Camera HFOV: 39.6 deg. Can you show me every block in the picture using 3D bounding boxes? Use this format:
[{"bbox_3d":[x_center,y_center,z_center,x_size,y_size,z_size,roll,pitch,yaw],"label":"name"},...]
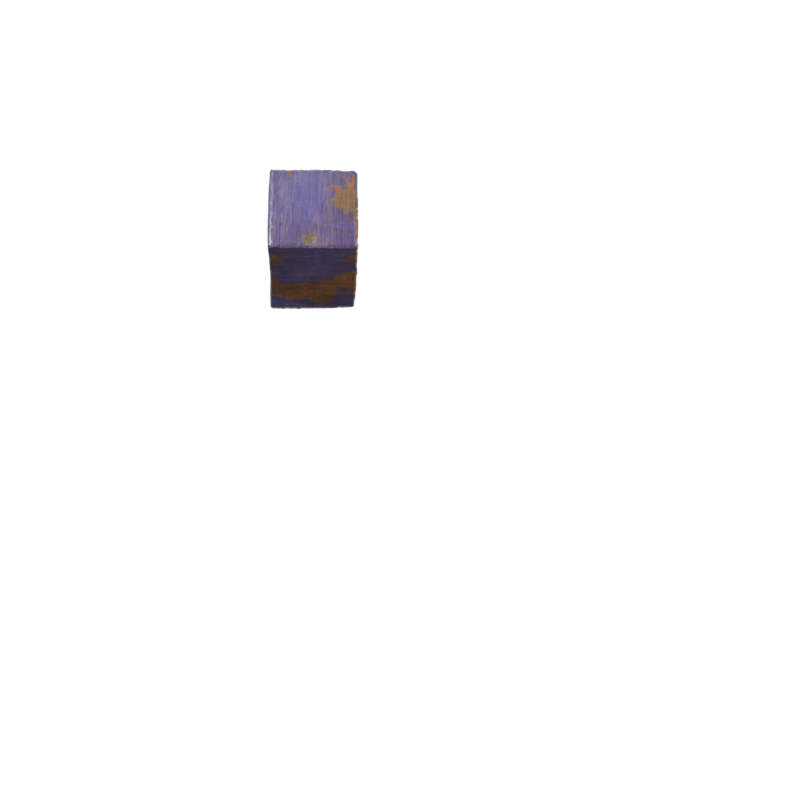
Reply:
[{"bbox_3d":[-0.051,-0.094,0.657,0.052,0.054,0.074,1,-26,-4],"label":"block"}]
